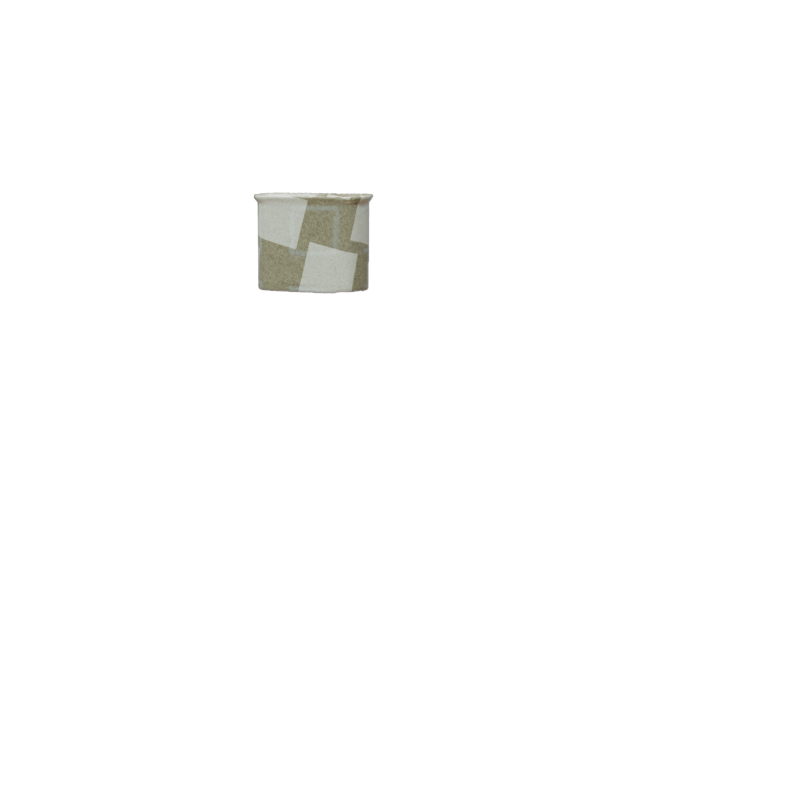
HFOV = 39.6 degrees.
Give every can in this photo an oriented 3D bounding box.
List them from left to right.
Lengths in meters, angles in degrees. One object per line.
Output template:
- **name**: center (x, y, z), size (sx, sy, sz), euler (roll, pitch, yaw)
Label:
- **can**: center (-0.076, -0.139, 0.972), size (0.104, 0.082, 0.057), euler (4, 9, 17)
